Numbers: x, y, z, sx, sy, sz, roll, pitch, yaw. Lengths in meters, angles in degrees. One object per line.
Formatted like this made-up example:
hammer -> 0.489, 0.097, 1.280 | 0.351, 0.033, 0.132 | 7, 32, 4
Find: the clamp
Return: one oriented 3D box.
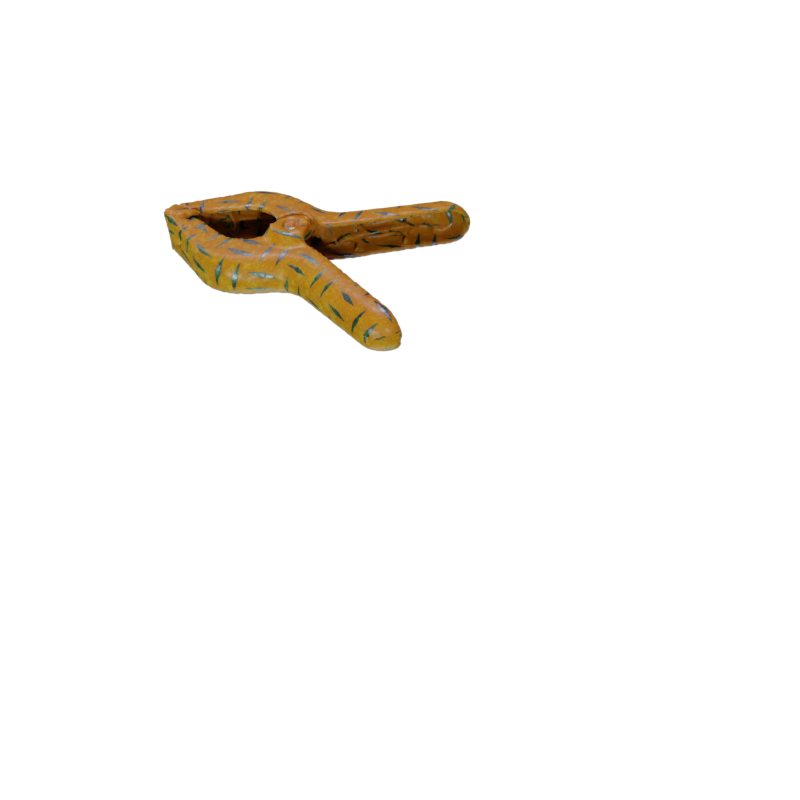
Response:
clamp -> -0.049, -0.089, 0.621 | 0.180, 0.037, 0.122 | 21, 41, 26
